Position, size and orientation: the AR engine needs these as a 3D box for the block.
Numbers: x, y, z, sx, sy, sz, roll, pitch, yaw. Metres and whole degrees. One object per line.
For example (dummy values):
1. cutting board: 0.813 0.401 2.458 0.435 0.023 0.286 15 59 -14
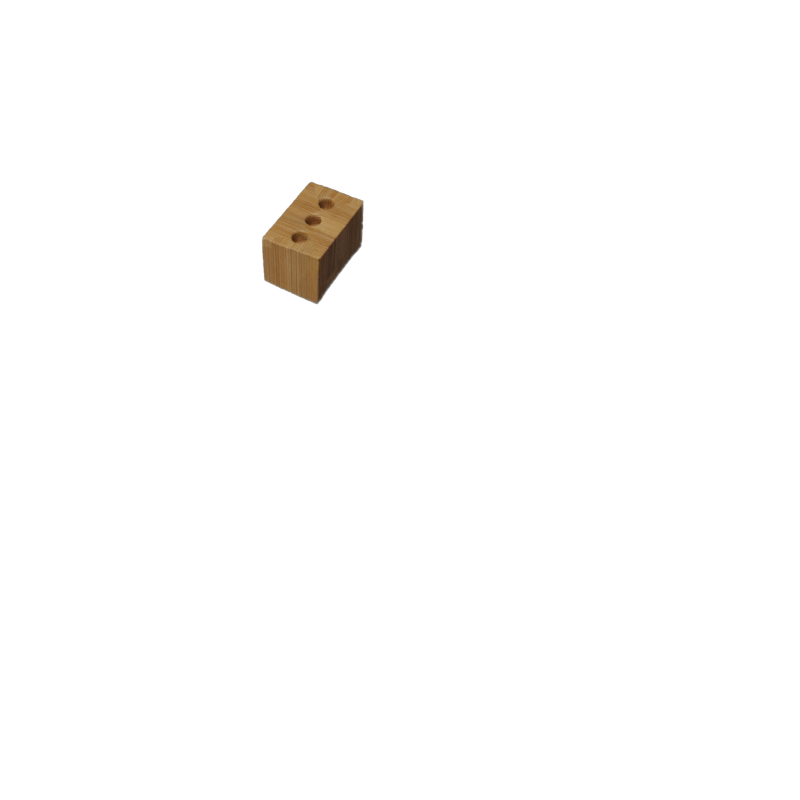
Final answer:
1. block: -0.070 -0.128 0.895 0.055 0.081 0.048 21 -38 16
